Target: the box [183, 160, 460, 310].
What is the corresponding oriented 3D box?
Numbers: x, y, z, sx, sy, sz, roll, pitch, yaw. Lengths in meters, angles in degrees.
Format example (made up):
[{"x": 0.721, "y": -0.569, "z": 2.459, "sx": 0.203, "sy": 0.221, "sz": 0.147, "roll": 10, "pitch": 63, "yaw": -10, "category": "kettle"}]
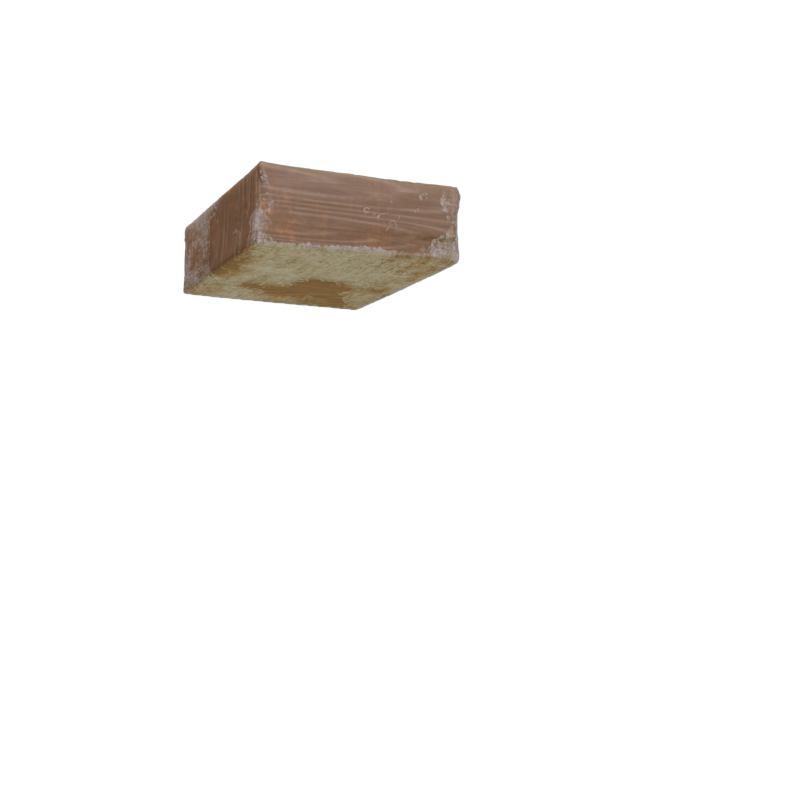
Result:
[{"x": -0.031, "y": -0.057, "z": 0.396, "sx": 0.071, "sy": 0.031, "sz": 0.090, "roll": 4, "pitch": -9, "yaw": -24, "category": "box"}]
